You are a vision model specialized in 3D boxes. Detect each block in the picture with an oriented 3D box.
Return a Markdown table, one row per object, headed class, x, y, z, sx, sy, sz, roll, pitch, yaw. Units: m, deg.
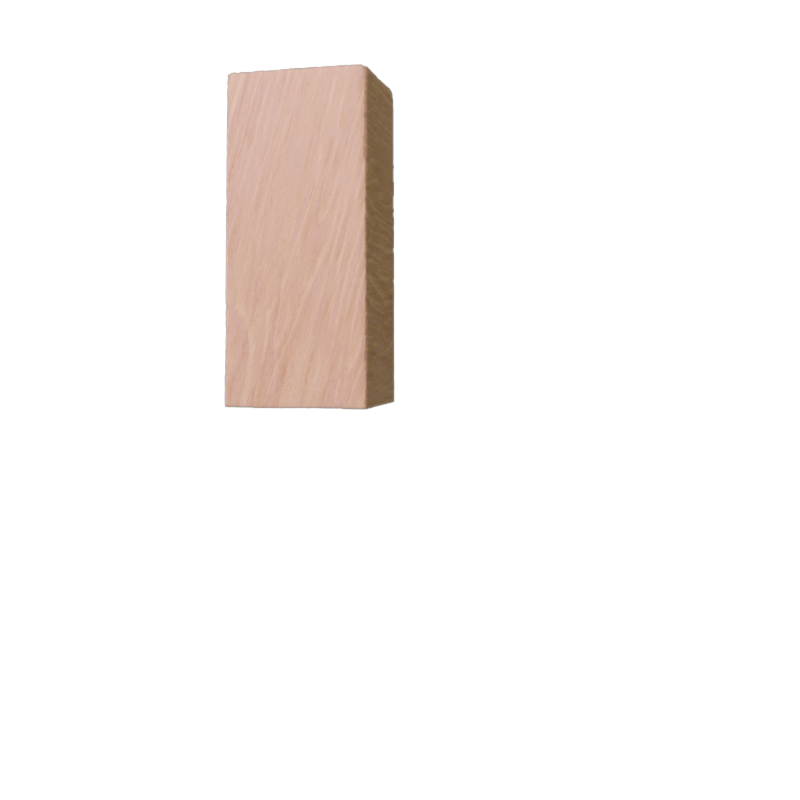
| class | x | y | z | sx | sy | sz | roll | pitch | yaw |
| --- | --- | --- | --- | --- | --- | --- | --- | --- | --- |
| block | -0.055 | -0.101 | 0.707 | 0.092 | 0.209 | 0.088 | -1 | -4 | 14 |
